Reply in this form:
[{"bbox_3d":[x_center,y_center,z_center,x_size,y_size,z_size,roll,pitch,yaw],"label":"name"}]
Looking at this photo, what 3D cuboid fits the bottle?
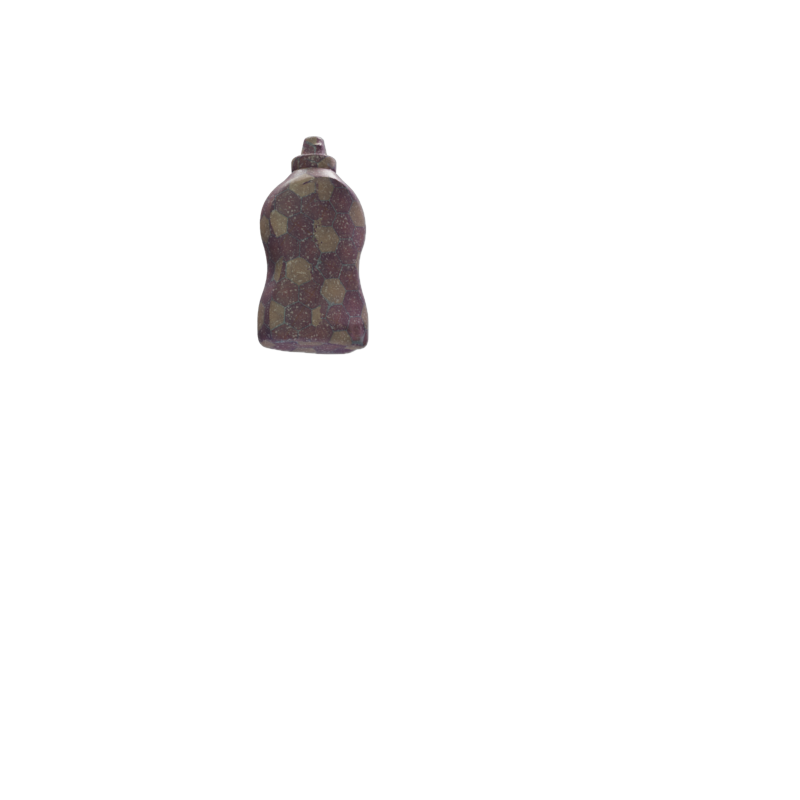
[{"bbox_3d":[-0.076,-0.140,0.977,0.093,0.198,0.058,5,-15,-24],"label":"bottle"}]
